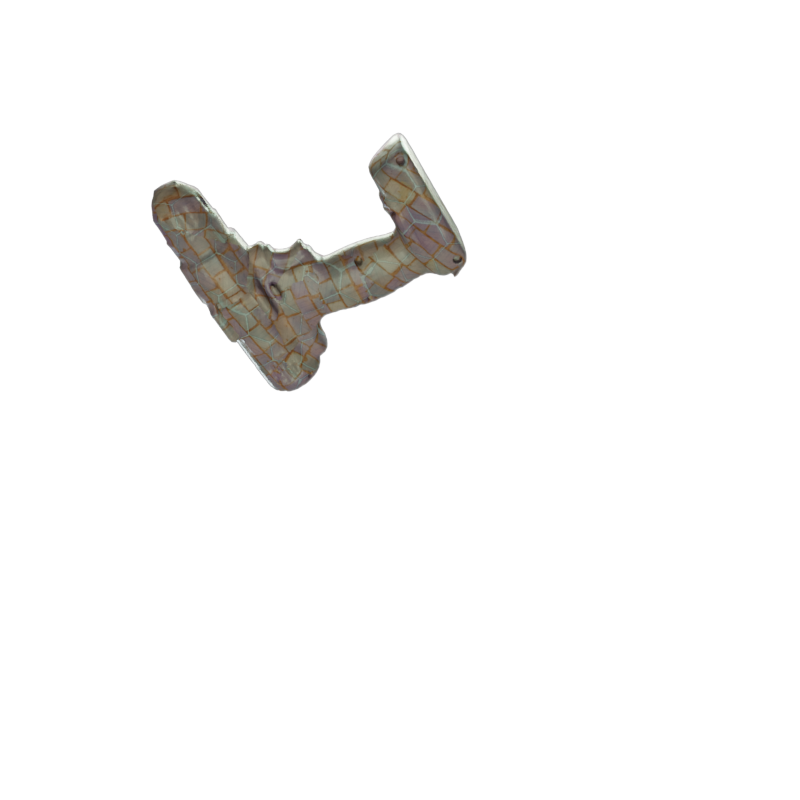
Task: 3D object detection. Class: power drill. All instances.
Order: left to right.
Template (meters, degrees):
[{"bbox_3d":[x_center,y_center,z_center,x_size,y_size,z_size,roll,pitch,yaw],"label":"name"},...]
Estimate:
[{"bbox_3d":[-0.062,-0.114,0.796,0.187,0.174,0.061,-28,25,13],"label":"power drill"}]
